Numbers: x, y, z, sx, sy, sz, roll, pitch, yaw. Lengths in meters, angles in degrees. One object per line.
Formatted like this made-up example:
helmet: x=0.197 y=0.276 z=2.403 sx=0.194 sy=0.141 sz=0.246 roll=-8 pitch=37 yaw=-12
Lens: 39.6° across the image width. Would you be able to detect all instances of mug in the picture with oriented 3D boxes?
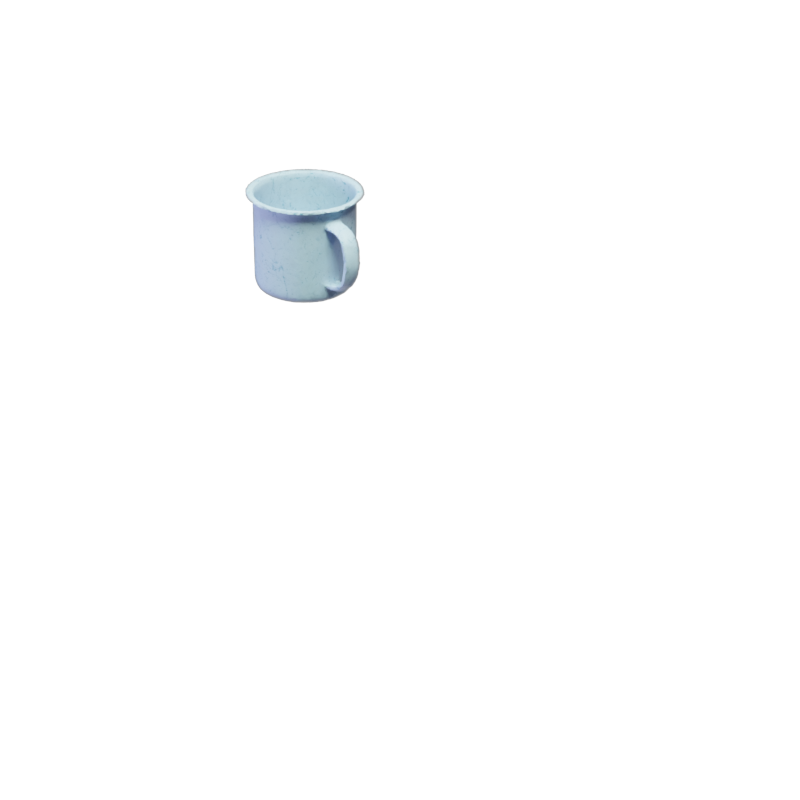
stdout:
mug: x=-0.068 y=-0.125 z=0.874 sx=0.092 sy=0.077 sz=0.126 roll=-19 pitch=35 yaw=-32
